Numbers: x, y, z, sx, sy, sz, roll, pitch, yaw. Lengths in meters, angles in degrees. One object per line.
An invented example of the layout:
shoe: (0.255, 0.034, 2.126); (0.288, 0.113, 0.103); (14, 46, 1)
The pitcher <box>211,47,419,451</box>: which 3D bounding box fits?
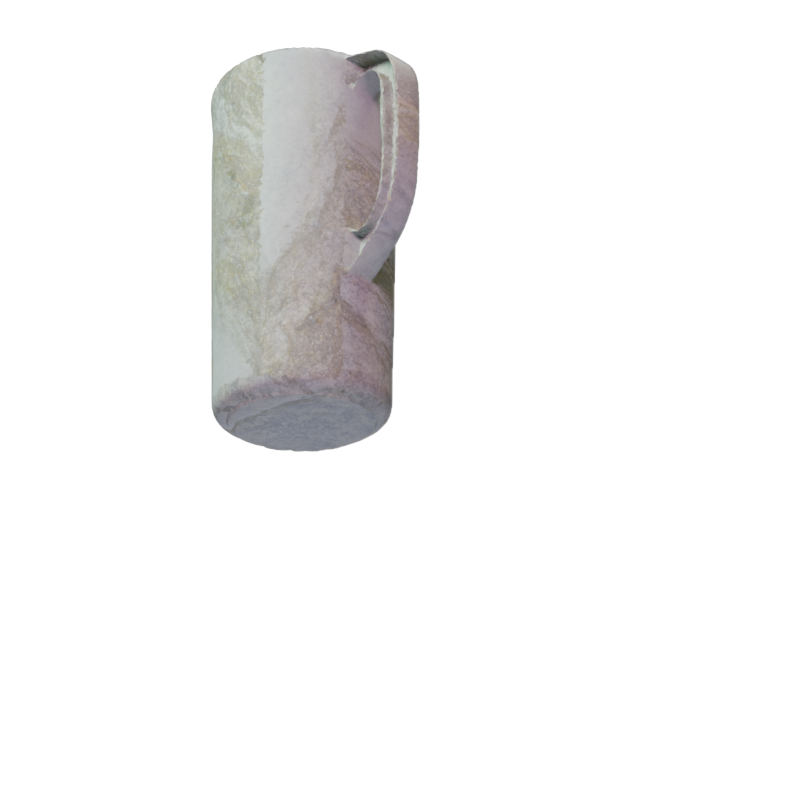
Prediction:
pitcher: (-0.056, -0.101, 0.710); (0.146, 0.259, 0.139); (-4, -29, 3)
